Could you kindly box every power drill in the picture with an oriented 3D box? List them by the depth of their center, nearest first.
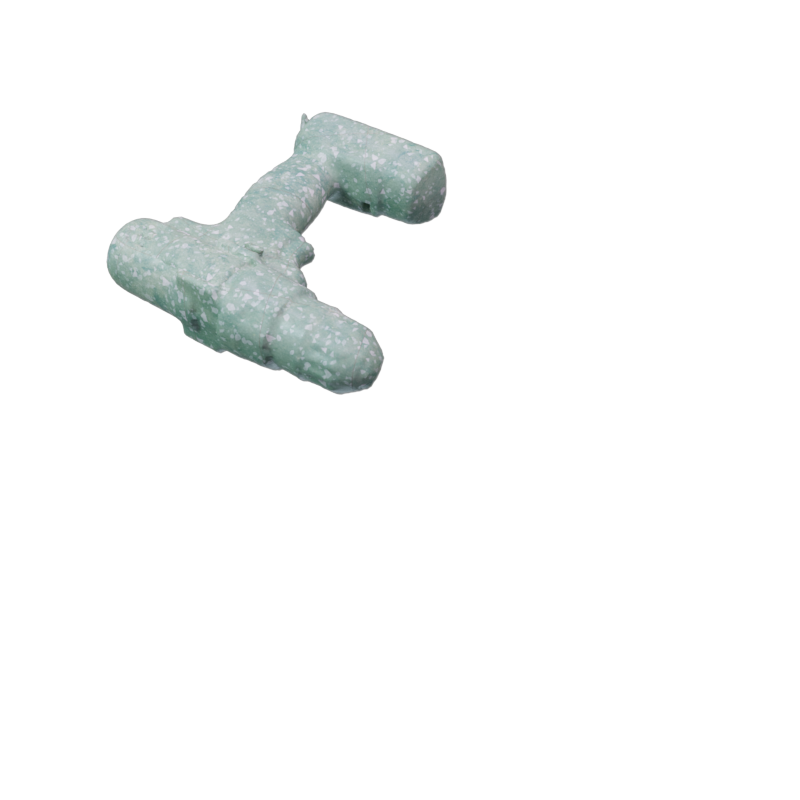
[{"bbox_3d":[-0.052,-0.094,0.659,0.194,0.053,0.191,26,49,25],"label":"power drill"}]
